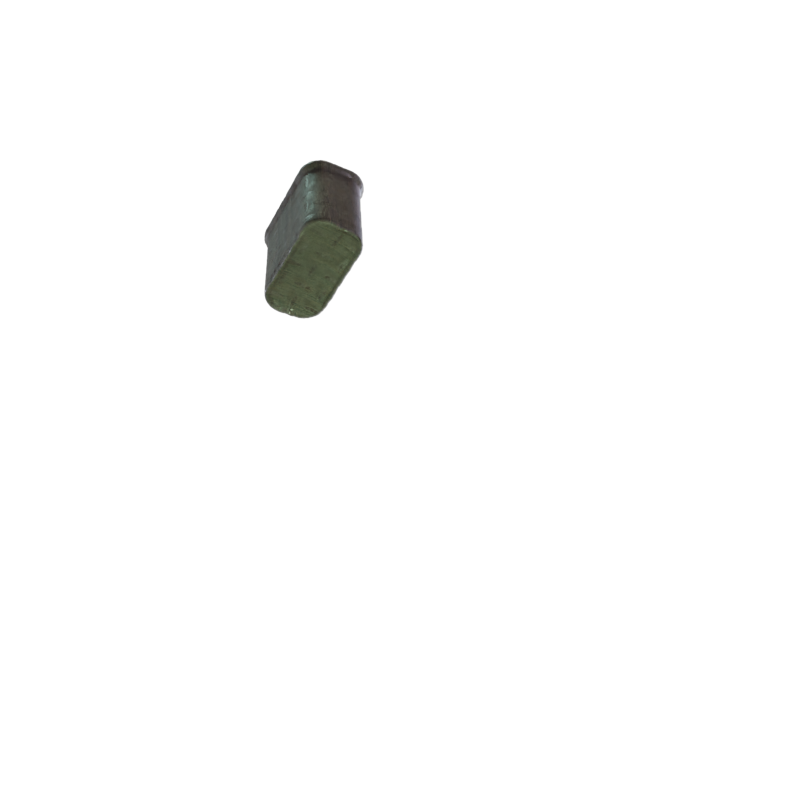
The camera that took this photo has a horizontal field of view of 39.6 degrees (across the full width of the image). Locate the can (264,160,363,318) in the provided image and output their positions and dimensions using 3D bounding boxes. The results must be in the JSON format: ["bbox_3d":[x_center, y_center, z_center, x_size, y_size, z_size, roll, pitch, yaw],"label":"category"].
[{"bbox_3d":[-0.070,-0.128,0.894,0.055,0.098,0.090,21,36,-20],"label":"can"}]
